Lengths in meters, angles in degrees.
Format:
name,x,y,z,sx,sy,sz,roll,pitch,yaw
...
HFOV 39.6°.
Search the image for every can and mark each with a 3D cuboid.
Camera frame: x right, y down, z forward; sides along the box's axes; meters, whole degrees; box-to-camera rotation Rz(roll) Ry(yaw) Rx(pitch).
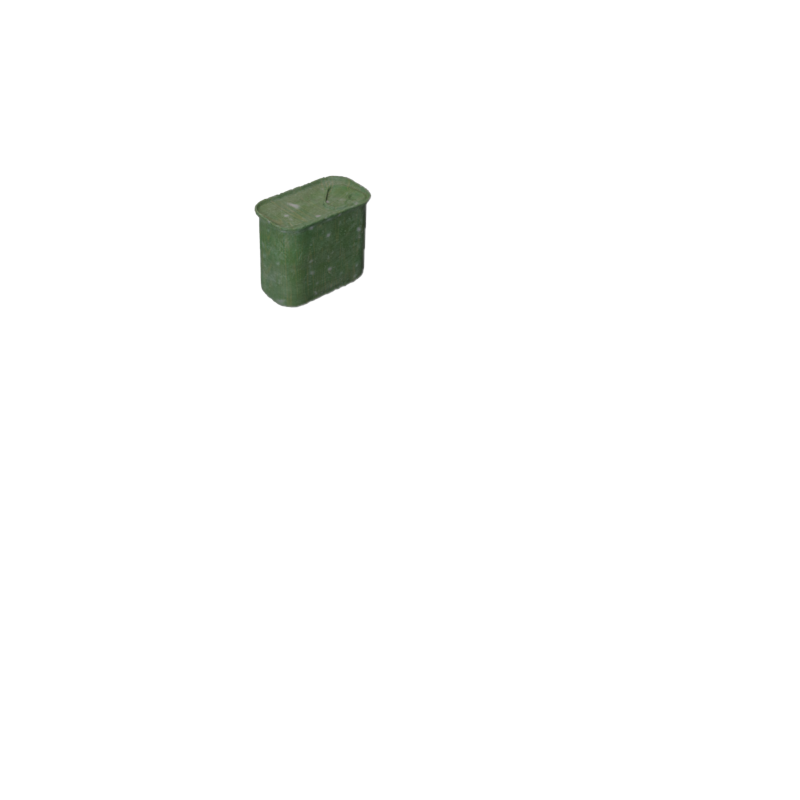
name,x,y,z,sx,sy,sz,roll,pitch,yaw
can,-0.076,-0.139,0.975,0.101,0.078,0.062,-26,44,-32
